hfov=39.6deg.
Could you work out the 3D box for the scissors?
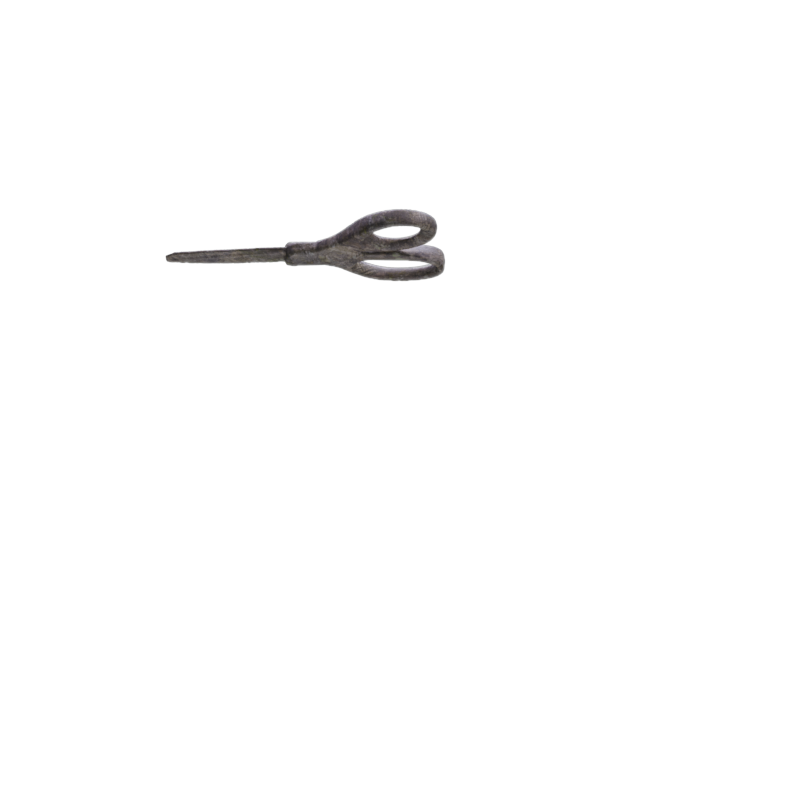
[{"bbox_3d":[-0.062,-0.112,0.786,0.198,0.017,0.092,5,-24,-11],"label":"scissors"}]
